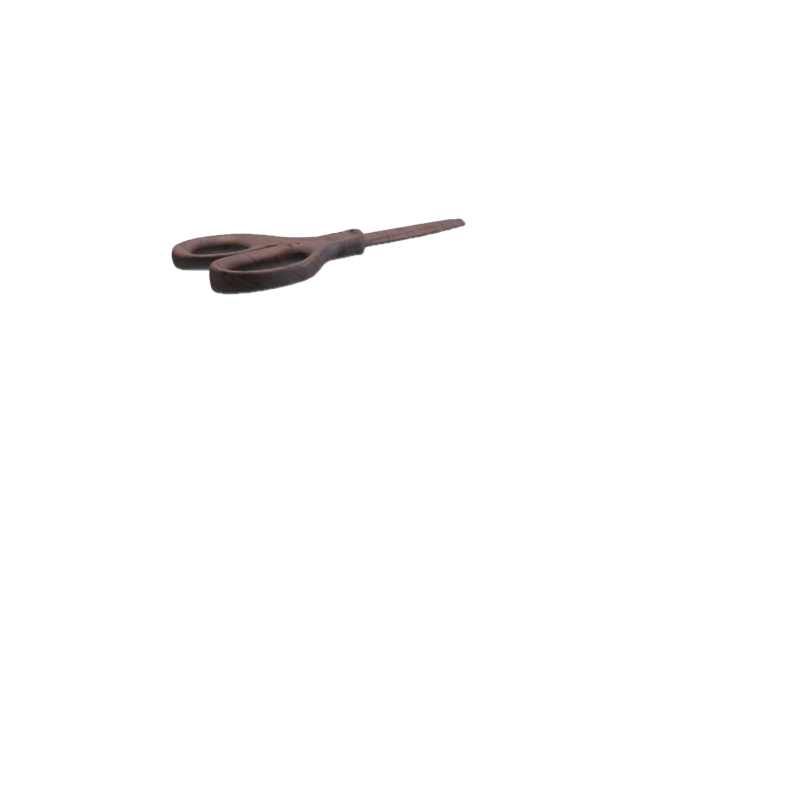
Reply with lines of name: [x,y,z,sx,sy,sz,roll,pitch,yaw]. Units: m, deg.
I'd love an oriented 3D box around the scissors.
scissors: [-0.051,-0.094,0.657,0.101,0.015,0.200,13,24,31]
